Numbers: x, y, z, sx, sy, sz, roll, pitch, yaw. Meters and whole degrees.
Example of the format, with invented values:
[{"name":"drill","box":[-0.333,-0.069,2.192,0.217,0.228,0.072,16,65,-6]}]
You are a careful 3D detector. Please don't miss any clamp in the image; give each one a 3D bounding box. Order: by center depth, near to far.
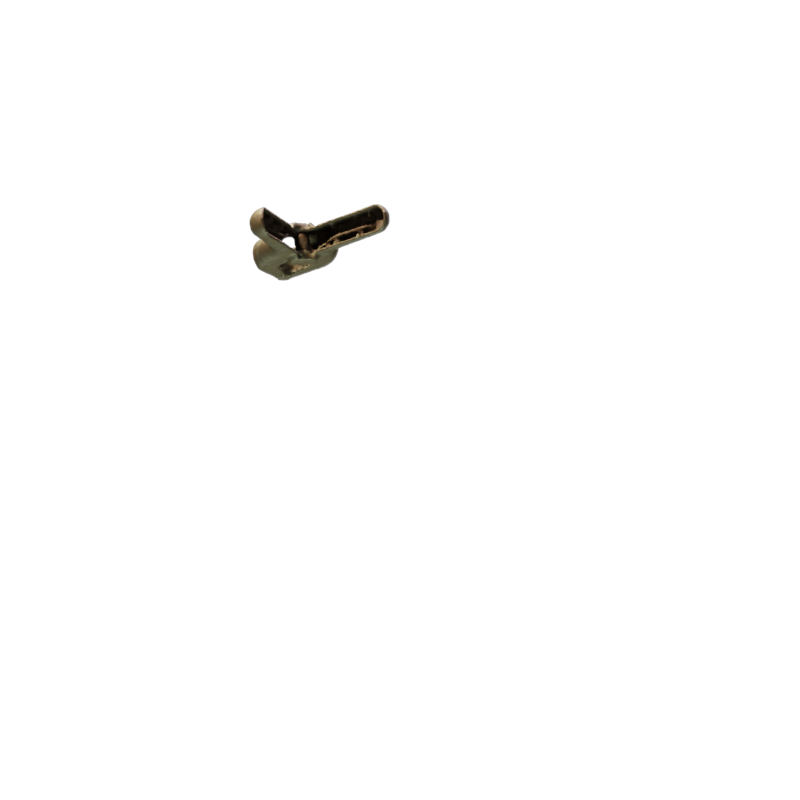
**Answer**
[{"name":"clamp","box":[-0.078,-0.142,0.998,0.119,0.040,0.169,1,-6,-8]}]
